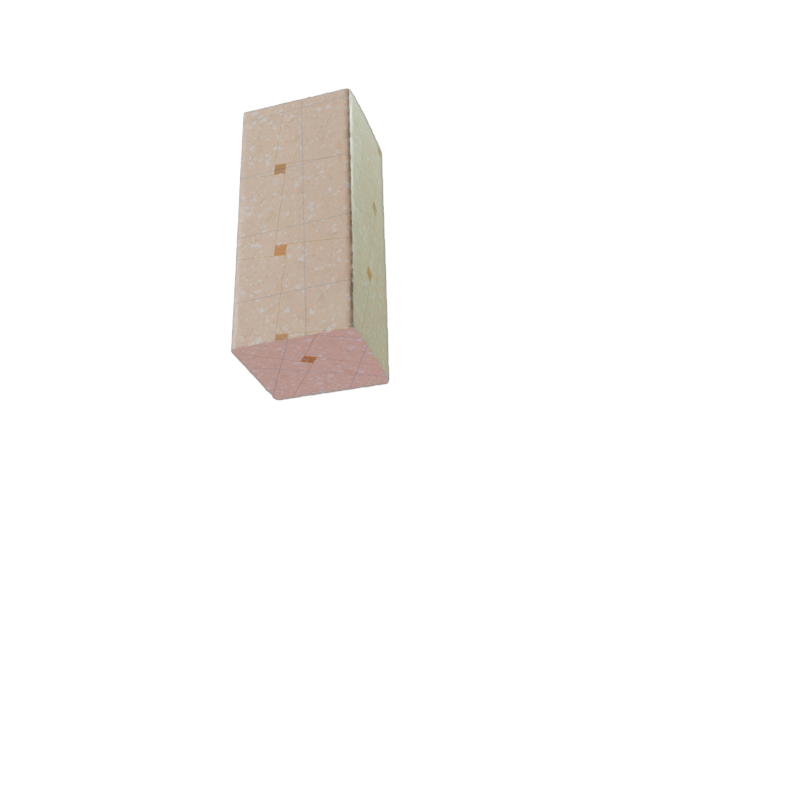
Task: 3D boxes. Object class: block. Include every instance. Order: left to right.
[{"bbox_3d":[-0.064,-0.117,0.823,0.092,0.220,0.083,-11,-31,14],"label":"block"}]
